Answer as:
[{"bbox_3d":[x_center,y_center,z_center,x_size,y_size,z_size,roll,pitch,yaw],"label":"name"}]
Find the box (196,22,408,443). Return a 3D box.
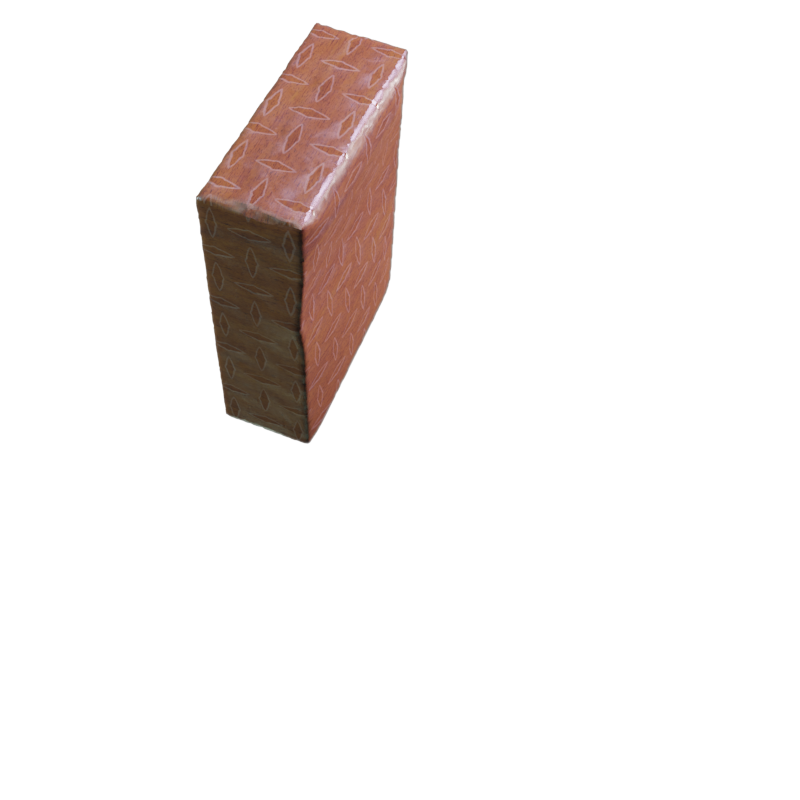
[{"bbox_3d":[-0.055,-0.100,0.702,0.073,0.171,0.200,18,-35,9],"label":"box"}]
